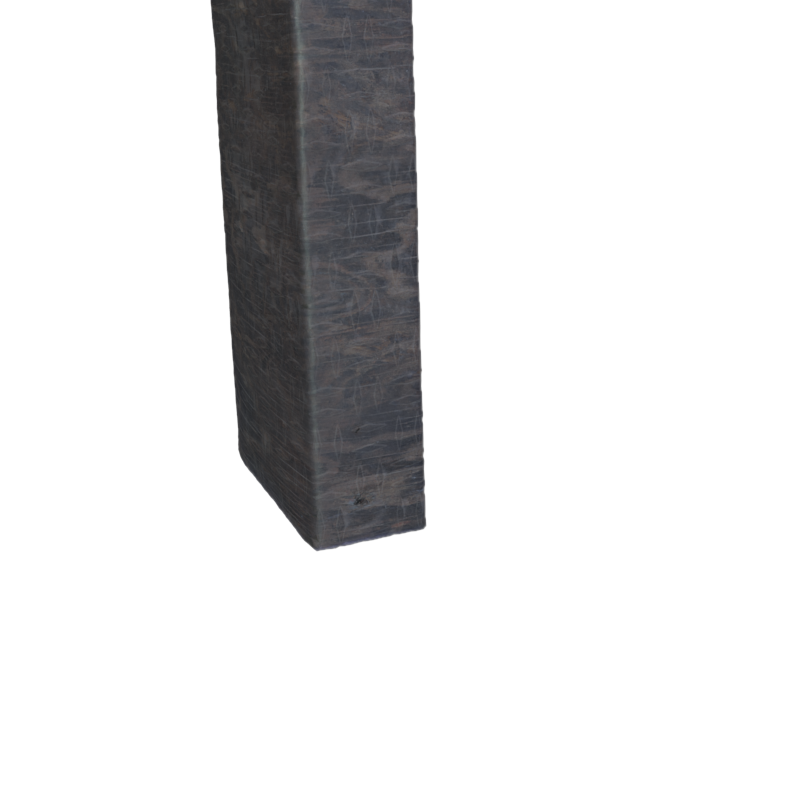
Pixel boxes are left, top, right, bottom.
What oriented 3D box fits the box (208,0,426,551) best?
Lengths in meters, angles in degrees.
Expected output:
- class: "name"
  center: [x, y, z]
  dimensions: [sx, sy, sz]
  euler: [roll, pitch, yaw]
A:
- class: "box"
  center: [-0.029, -0.053, 0.371]
  dimensions: [0.047, 0.171, 0.098]
  euler: [-4, 14, -22]
